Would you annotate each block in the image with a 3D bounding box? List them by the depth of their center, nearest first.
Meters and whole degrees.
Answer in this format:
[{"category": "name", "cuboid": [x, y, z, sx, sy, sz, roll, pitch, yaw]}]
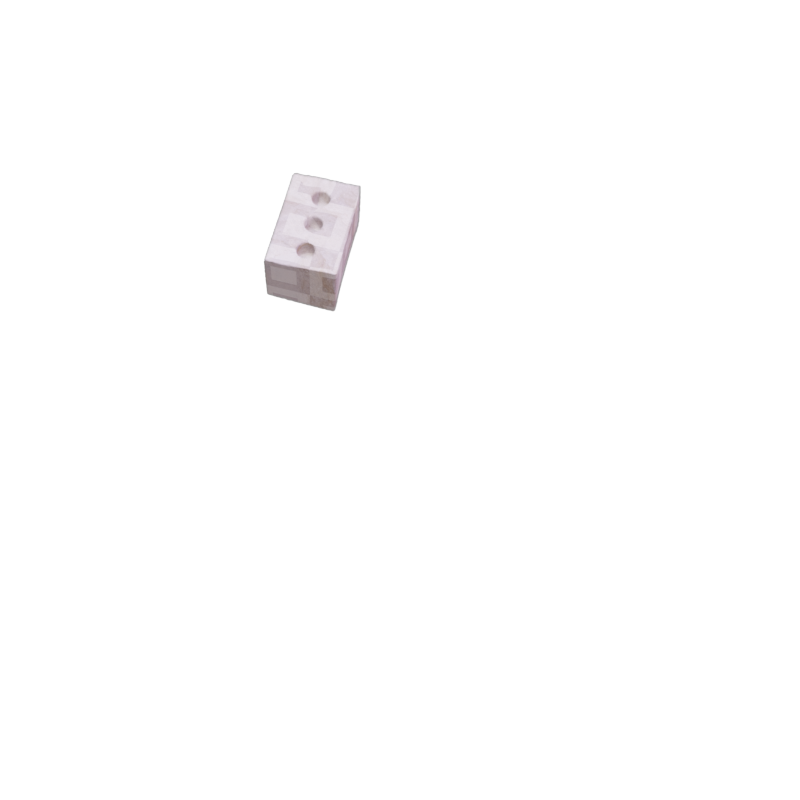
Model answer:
[{"category": "block", "cuboid": [-0.062, -0.114, 0.796, 0.053, 0.082, 0.048, 12, -28, 4]}]
